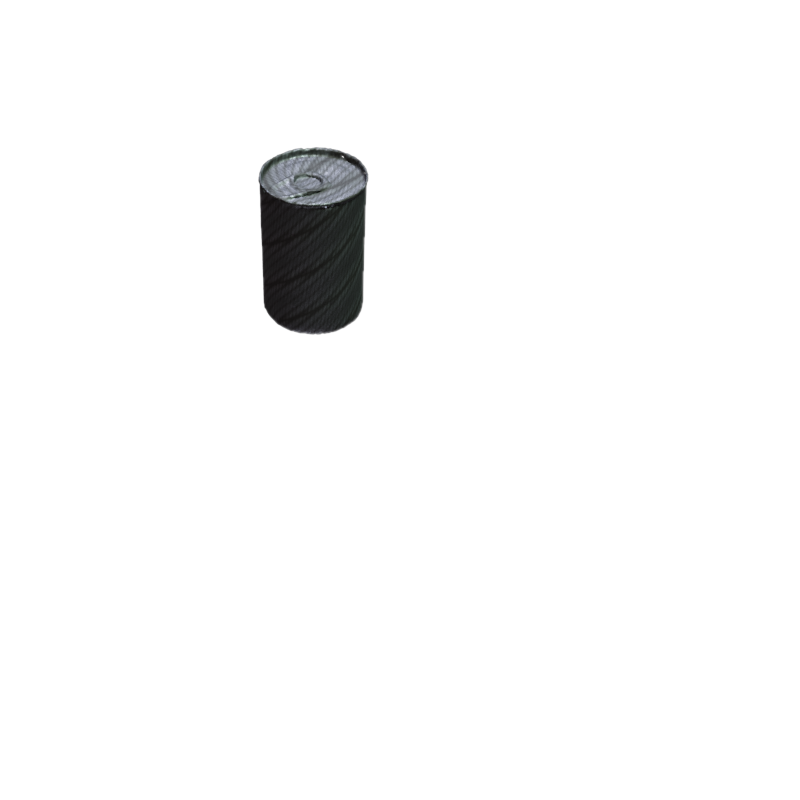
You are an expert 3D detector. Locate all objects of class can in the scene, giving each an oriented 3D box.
[{"bbox_3d":[-0.056,-0.102,0.713,0.068,0.095,0.073,0,38,-3],"label":"can"}]
